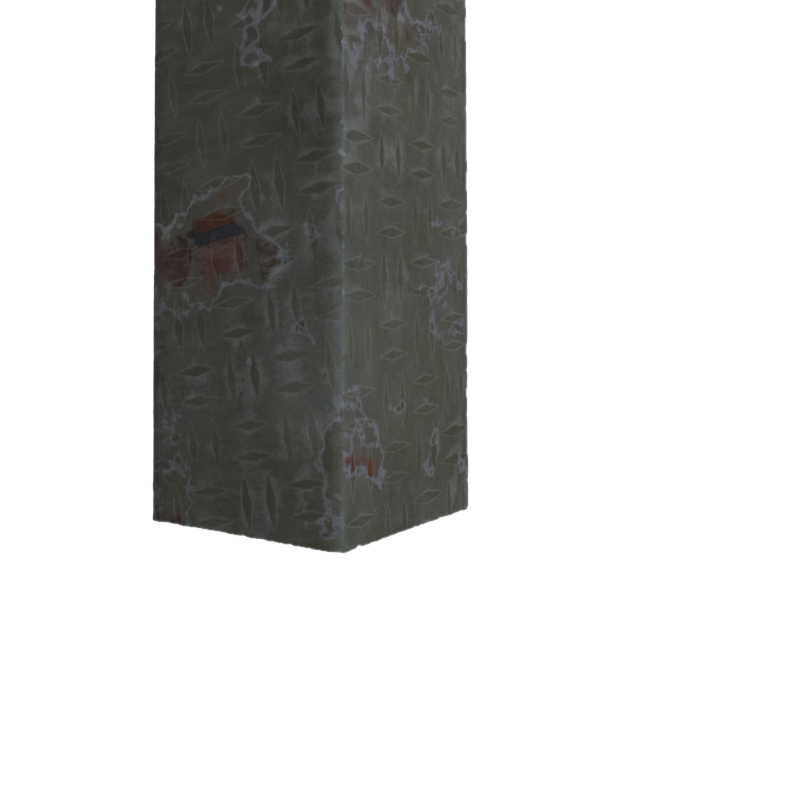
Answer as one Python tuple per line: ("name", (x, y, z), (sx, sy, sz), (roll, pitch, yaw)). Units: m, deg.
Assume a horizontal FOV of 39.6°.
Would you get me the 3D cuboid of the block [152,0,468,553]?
("block", (-0.034, -0.060, 0.424), (0.093, 0.207, 0.087), (0, 0, 33))
